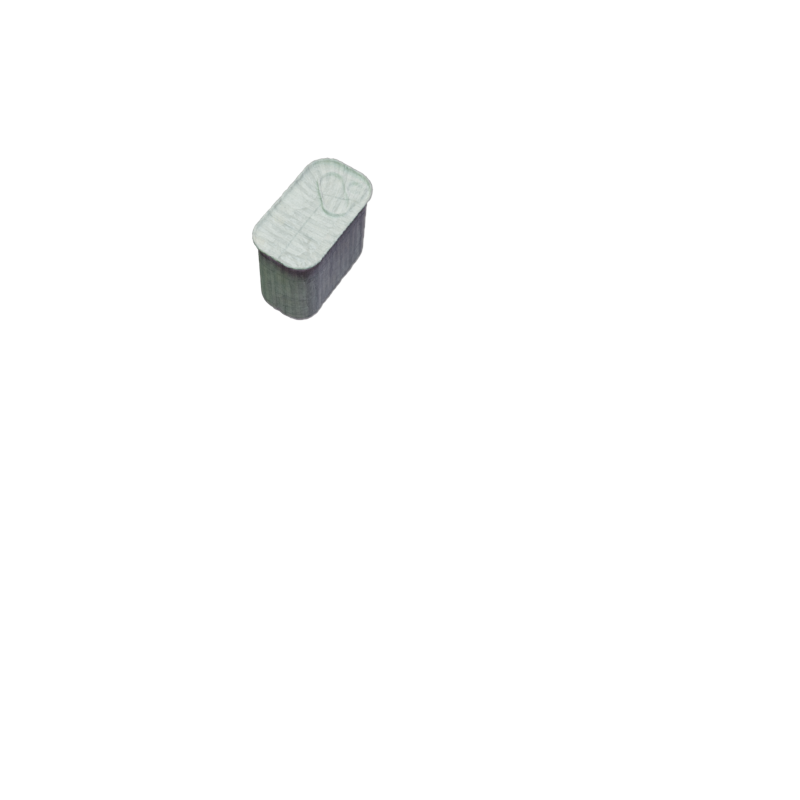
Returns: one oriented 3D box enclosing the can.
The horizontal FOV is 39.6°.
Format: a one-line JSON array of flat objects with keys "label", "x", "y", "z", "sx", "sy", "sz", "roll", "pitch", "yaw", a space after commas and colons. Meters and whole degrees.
[{"label": "can", "x": -0.067, "y": -0.123, "z": 0.861, "sx": 0.060, "sy": 0.105, "sz": 0.079, "roll": 30, "pitch": -26, "yaw": 13}]
